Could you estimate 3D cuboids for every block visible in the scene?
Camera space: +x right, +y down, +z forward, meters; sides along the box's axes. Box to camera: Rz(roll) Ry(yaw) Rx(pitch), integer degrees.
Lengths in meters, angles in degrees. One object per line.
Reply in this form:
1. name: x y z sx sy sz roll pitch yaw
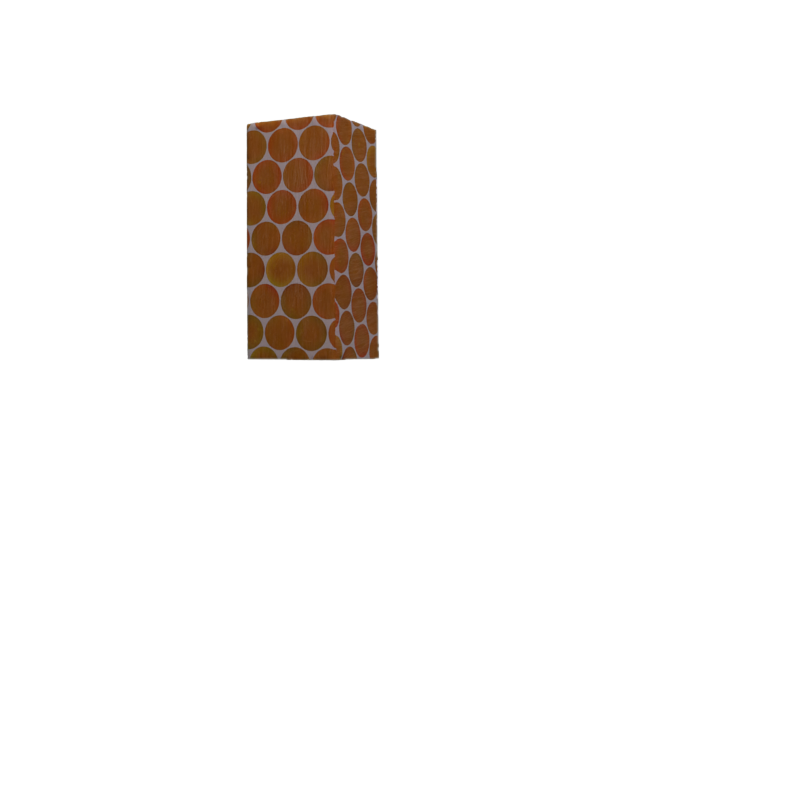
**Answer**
1. block: -0.077 -0.140 0.979 0.093 0.208 0.087 -2 -4 26
